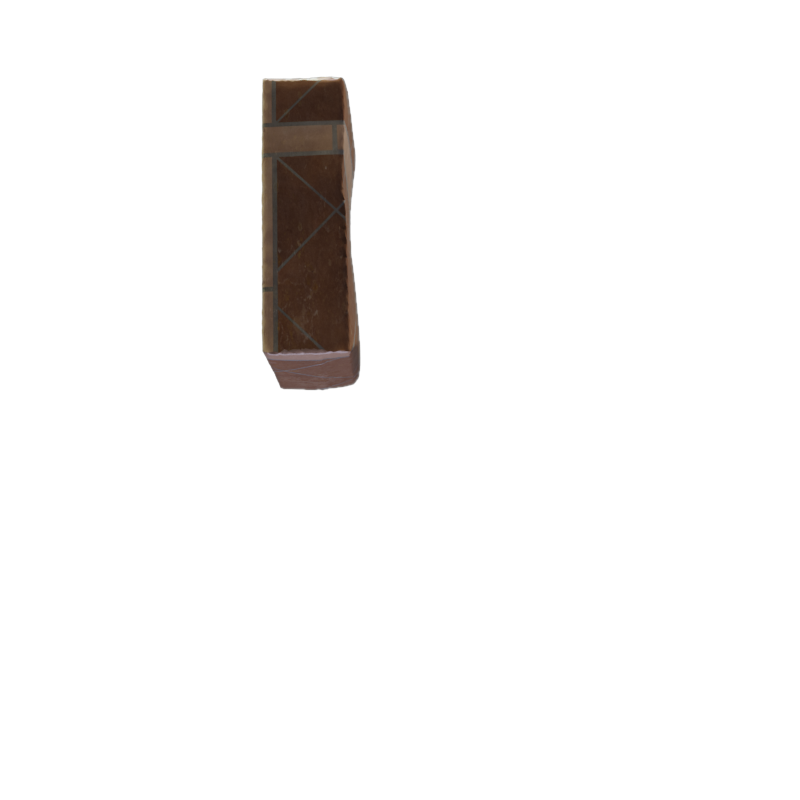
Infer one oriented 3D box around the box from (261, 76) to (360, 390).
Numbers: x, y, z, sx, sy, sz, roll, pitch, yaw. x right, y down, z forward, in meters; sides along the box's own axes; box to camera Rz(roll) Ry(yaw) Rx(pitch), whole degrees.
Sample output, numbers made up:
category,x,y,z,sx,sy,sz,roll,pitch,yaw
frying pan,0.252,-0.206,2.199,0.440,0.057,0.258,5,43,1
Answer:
category,x,y,z,sx,sy,sz,roll,pitch,yaw
box,-0.069,-0.126,0.880,0.072,0.222,0.158,-1,-13,0
